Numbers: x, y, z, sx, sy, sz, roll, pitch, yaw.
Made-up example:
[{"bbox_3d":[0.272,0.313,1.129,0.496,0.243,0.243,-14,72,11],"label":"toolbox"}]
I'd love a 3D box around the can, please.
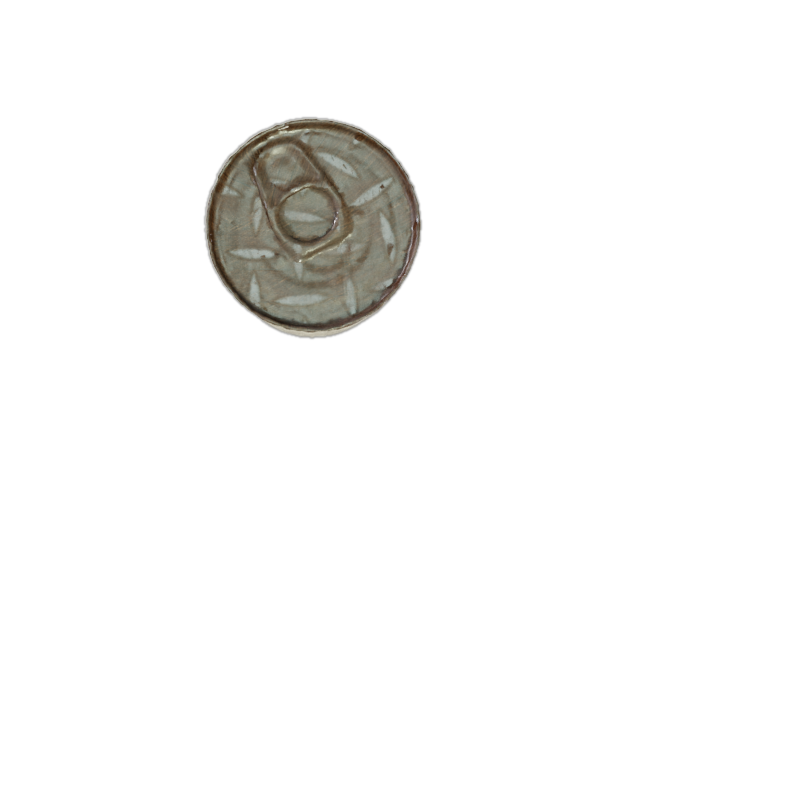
[{"bbox_3d":[-0.031,-0.057,0.398,0.068,0.069,0.102,0,-1,-3],"label":"can"}]
